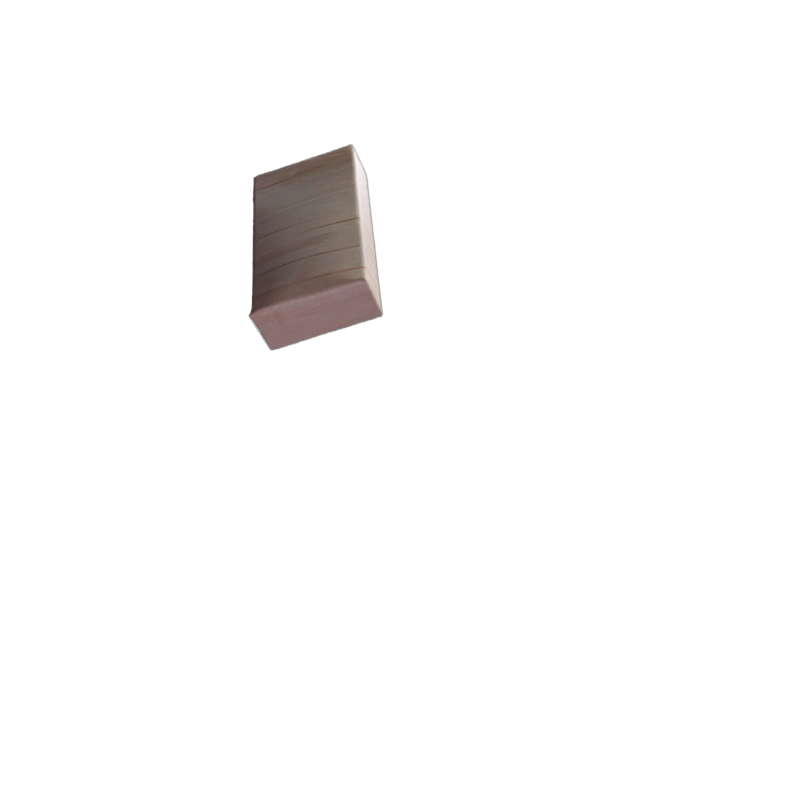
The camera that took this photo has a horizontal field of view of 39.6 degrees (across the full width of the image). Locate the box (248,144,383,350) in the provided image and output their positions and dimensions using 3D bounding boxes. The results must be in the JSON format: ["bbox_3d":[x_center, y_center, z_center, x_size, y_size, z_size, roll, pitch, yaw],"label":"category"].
[{"bbox_3d":[-0.068,-0.124,0.868,0.094,0.044,0.189,-17,40,11],"label":"box"}]
